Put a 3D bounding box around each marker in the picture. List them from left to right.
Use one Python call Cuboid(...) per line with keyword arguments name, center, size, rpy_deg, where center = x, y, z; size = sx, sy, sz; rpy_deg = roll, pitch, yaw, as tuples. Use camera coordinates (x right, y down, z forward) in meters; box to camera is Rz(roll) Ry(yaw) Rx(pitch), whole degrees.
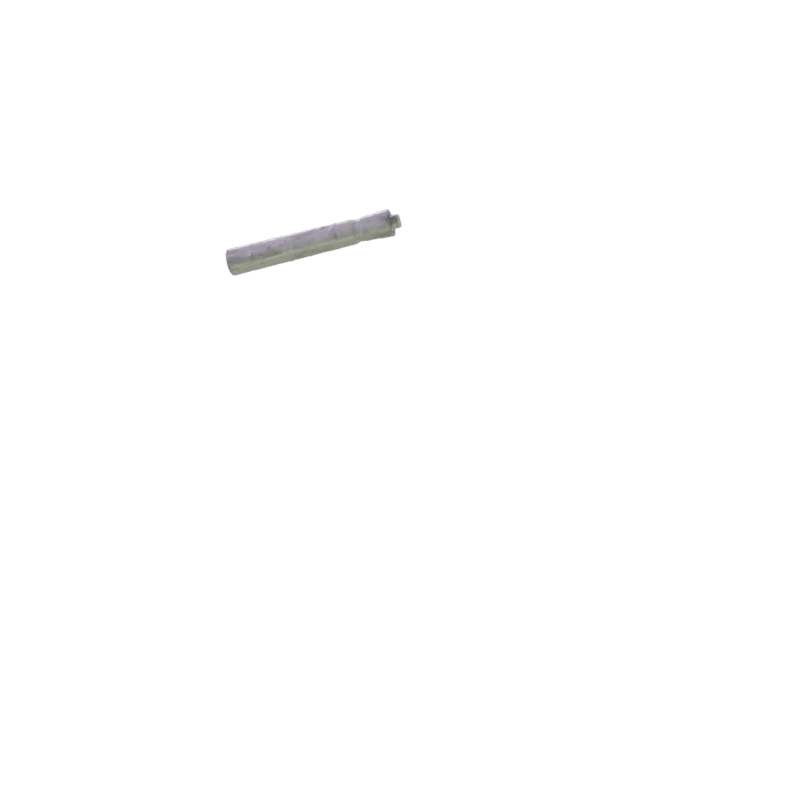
Cuboid(name="marker", center=(-0.058, -0.107, 0.747), size=(0.122, 0.020, 0.020), rpy_deg=(-12, 1, 13))
